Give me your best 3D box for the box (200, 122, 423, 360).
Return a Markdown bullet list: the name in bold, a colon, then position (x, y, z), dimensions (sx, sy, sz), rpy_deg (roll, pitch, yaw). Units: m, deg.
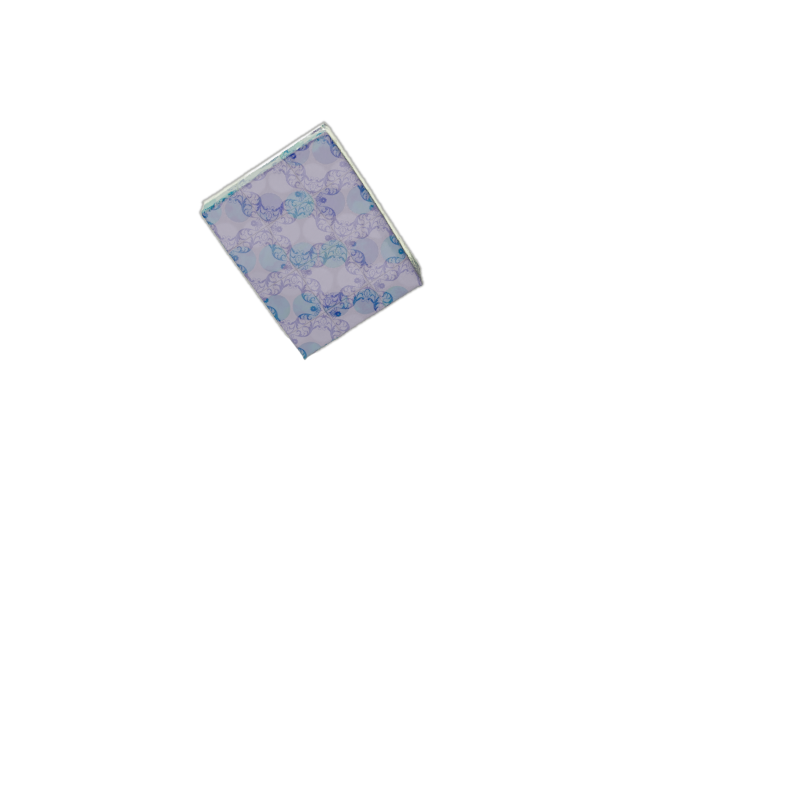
- **box**: position (-0.052, -0.095, 0.662), dimensions (0.090, 0.110, 0.040), rpy_deg (-32, 12, 7)
